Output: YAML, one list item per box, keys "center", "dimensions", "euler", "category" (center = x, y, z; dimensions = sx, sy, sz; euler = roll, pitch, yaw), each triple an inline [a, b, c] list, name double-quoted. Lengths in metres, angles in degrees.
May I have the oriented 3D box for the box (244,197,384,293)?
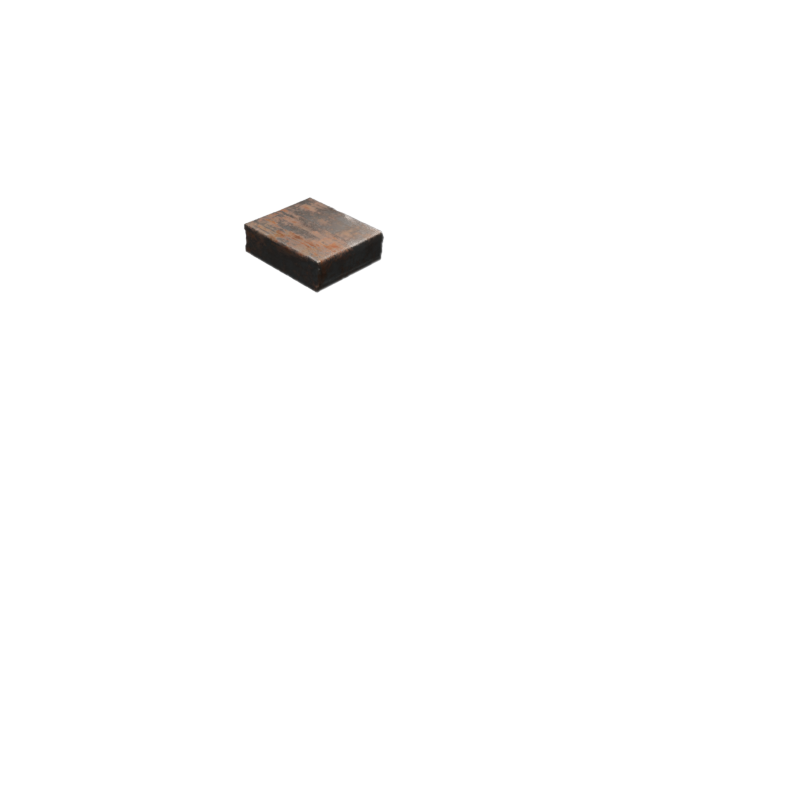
- center: [-0.070, -0.127, 0.891]
  dimensions: [0.073, 0.028, 0.095]
  euler: [-28, 43, -36]
  category: "box"
